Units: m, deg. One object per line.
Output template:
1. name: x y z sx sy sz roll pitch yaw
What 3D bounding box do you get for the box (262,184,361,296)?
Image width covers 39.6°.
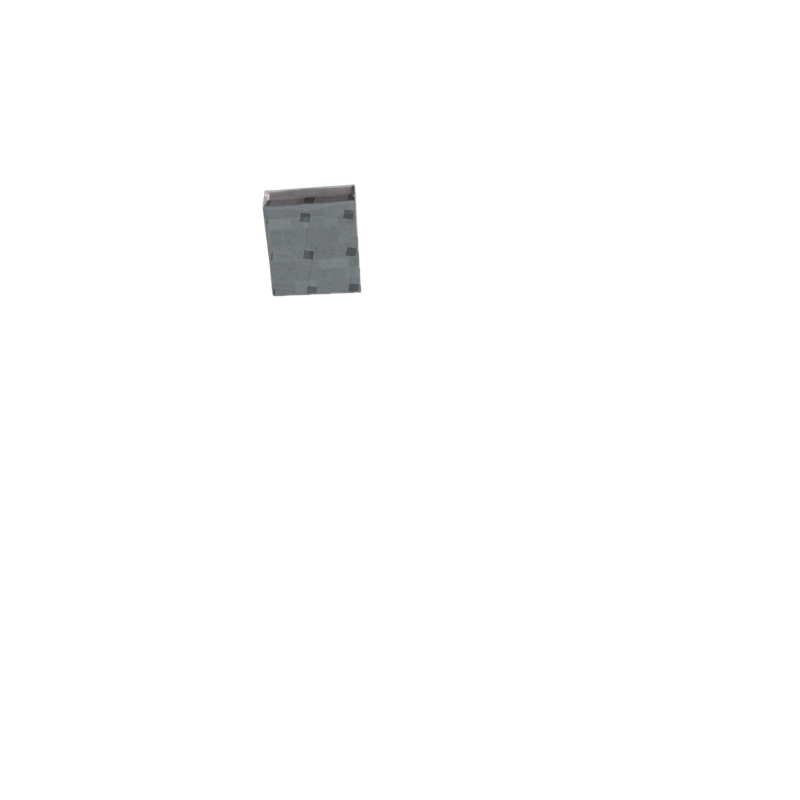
1. box: -0.070 -0.127 0.890 0.073 0.083 0.032 -3 34 1
